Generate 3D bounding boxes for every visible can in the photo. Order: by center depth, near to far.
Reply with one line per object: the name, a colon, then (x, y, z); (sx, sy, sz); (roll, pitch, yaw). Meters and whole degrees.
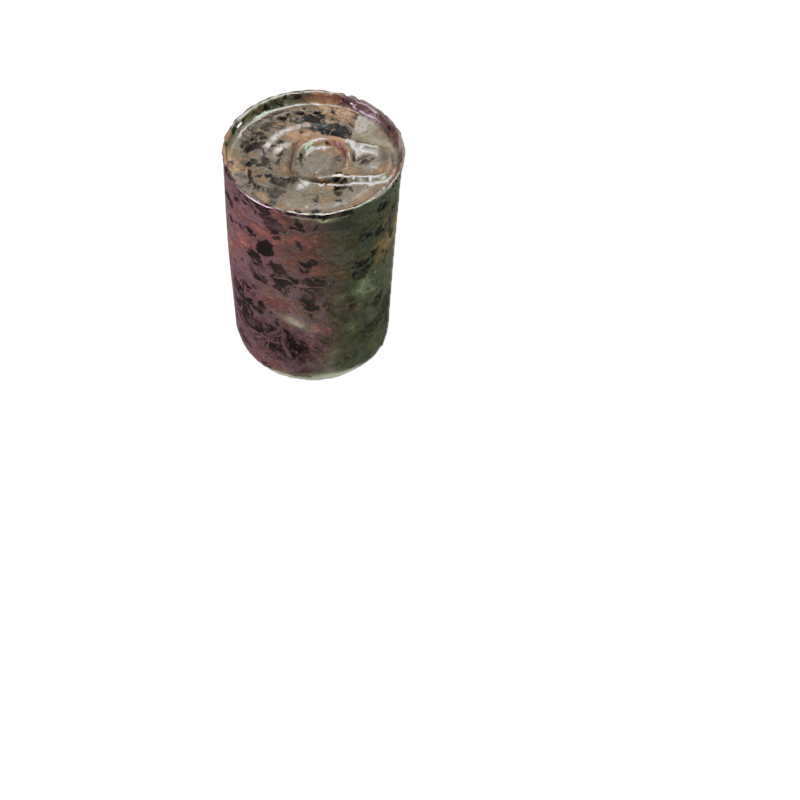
can: (-0.035, -0.064, 0.446); (0.068, 0.073, 0.095); (0, -39, -3)
